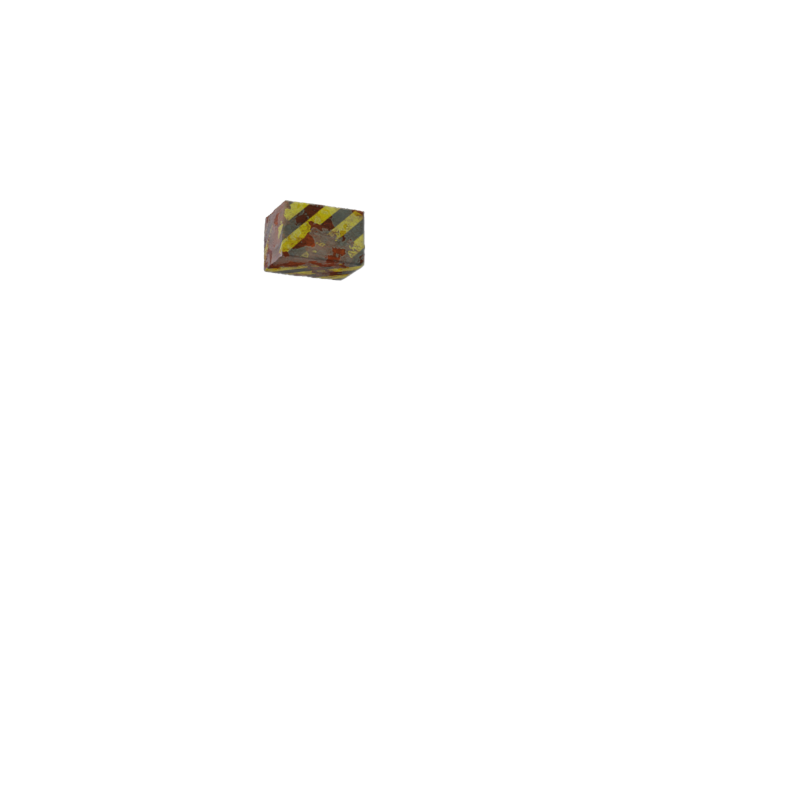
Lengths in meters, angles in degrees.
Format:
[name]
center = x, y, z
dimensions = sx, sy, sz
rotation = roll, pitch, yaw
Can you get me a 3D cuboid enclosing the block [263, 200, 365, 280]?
[block]
center = -0.076, -0.139, 0.974
dimensions = 0.075, 0.053, 0.052
rotation = 5, -15, -23
